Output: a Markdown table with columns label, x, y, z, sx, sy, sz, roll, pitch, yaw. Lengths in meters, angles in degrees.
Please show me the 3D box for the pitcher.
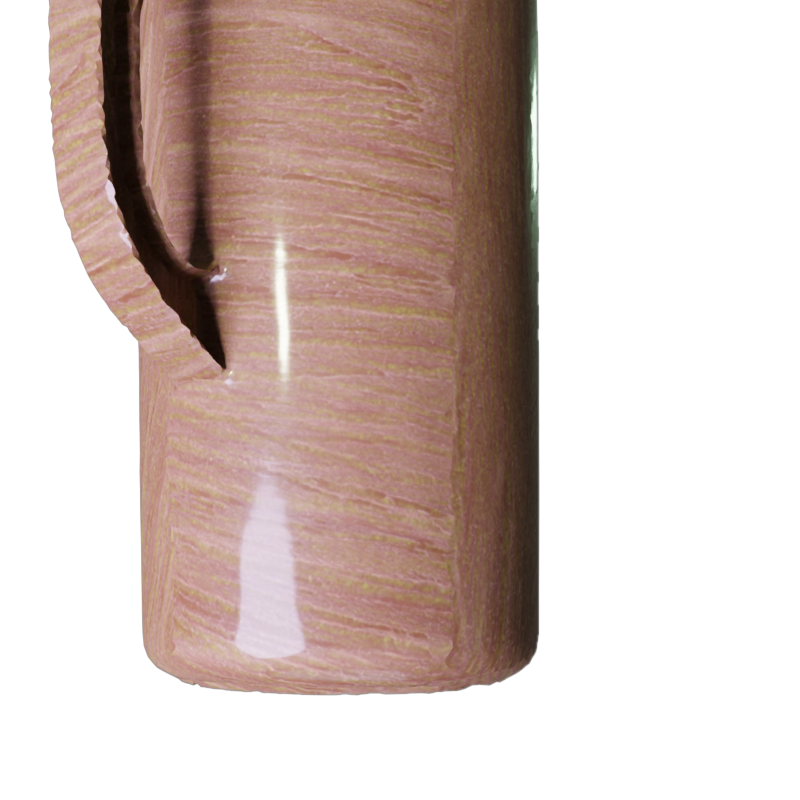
| label | x | y | z | sx | sy | sz | roll | pitch | yaw |
| --- | --- | --- | --- | --- | --- | --- | --- | --- | --- |
| pitcher | -0.026 | -0.047 | 0.328 | 0.147 | 0.252 | 0.142 | 1 | -14 | -9 |
